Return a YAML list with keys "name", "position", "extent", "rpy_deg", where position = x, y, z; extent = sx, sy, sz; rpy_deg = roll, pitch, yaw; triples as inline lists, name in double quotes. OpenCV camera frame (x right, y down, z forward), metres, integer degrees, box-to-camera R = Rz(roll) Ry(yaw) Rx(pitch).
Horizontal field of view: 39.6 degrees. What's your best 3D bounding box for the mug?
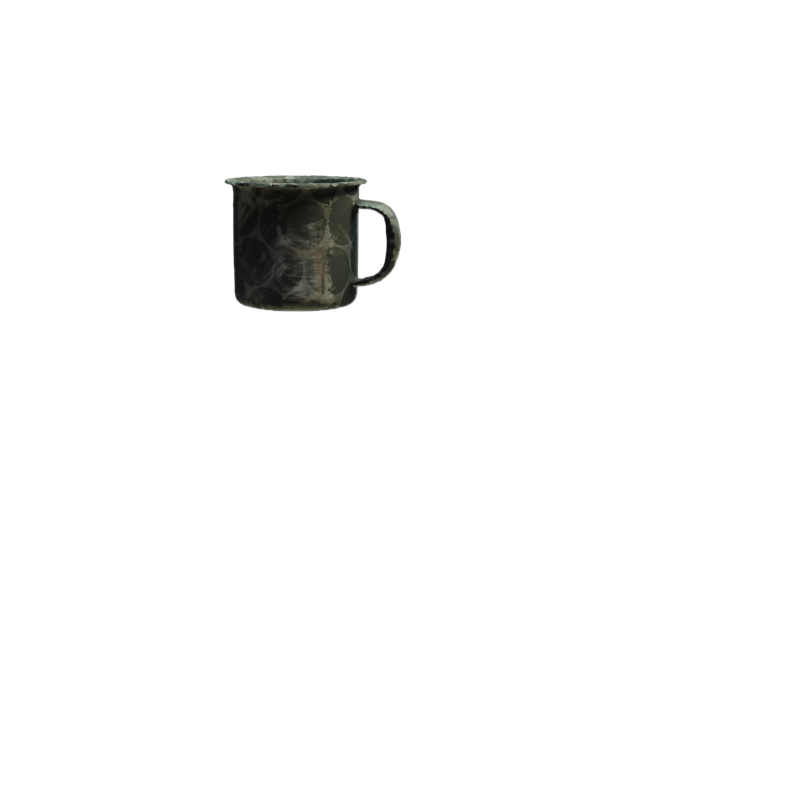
- name: "mug"
  position: [-0.056, -0.103, 0.721]
  extent: [0.120, 0.080, 0.093]
  rpy_deg: [4, 12, 15]
